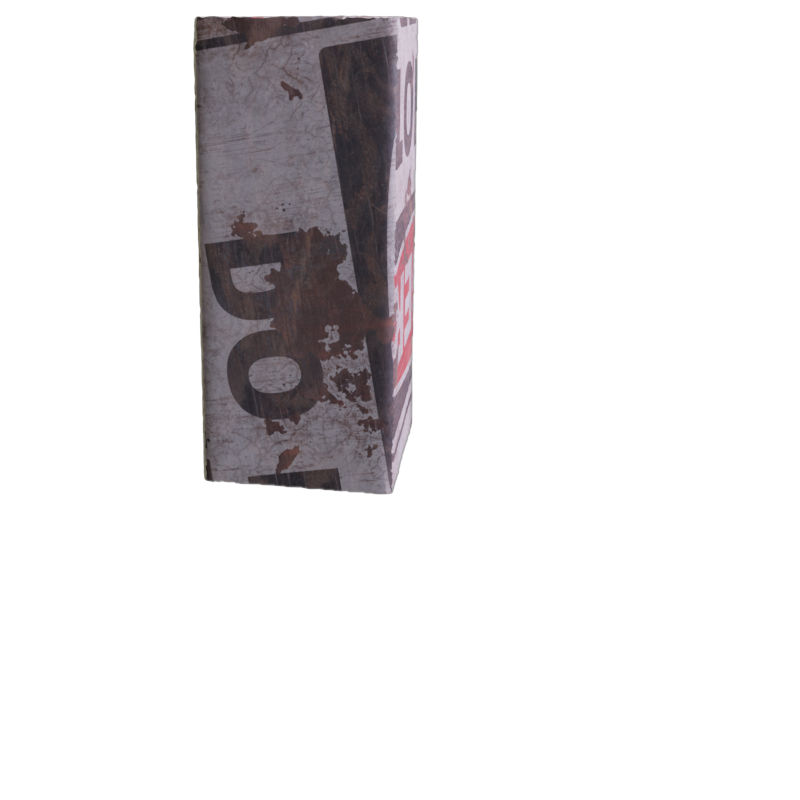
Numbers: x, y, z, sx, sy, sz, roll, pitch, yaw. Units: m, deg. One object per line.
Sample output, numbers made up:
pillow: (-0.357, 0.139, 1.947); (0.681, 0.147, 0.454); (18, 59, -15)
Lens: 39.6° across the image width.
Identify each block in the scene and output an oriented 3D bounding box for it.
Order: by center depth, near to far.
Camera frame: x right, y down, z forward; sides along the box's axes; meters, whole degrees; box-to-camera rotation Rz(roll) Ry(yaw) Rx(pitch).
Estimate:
block: (-0.041, -0.074, 0.517); (0.091, 0.200, 0.092); (2, 13, 7)
